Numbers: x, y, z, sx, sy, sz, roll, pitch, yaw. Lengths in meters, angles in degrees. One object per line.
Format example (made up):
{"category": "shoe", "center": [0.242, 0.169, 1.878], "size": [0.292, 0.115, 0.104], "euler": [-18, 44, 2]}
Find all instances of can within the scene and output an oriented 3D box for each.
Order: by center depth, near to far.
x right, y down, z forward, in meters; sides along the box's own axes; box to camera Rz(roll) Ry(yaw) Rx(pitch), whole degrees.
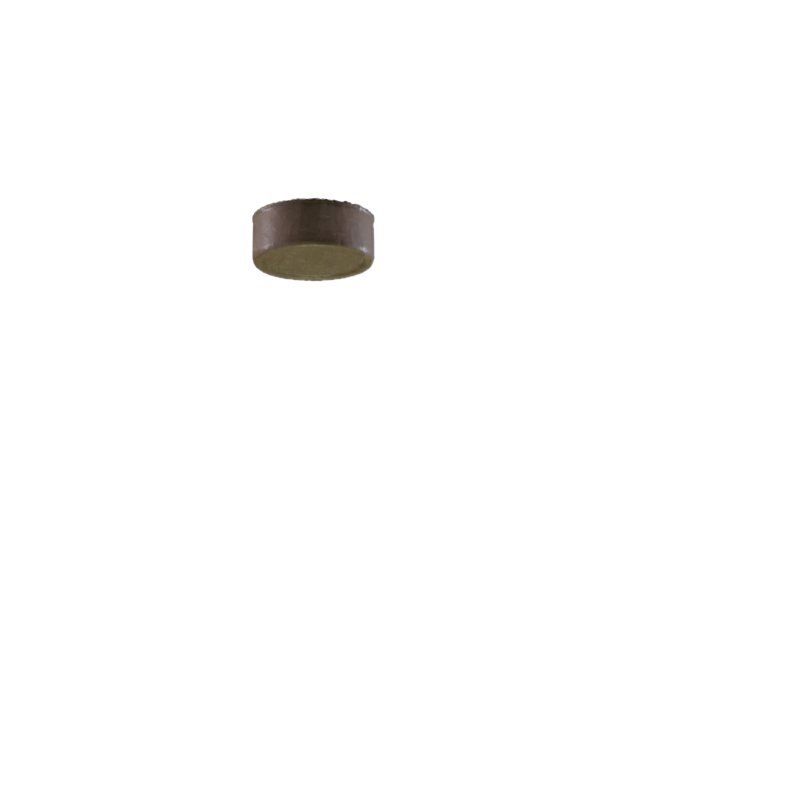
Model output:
{"category": "can", "center": [-0.060, -0.110, 0.769], "size": [0.086, 0.035, 0.083], "euler": [0, -12, -2]}
